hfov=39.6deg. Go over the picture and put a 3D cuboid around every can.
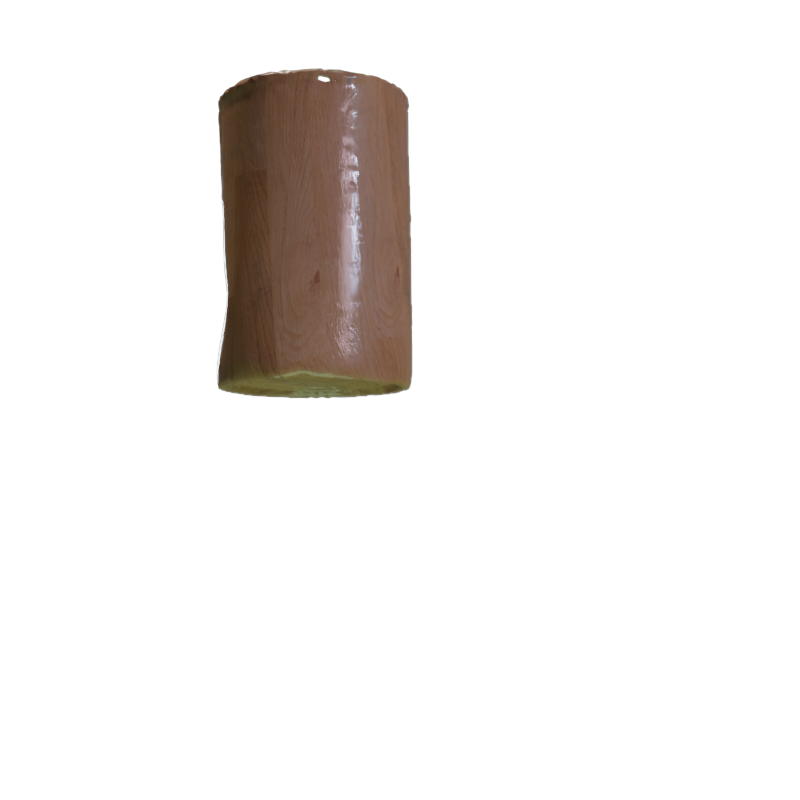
[{"bbox_3d":[-0.030,-0.055,0.384,0.068,0.105,0.067,0,-11,-2],"label":"can"}]
